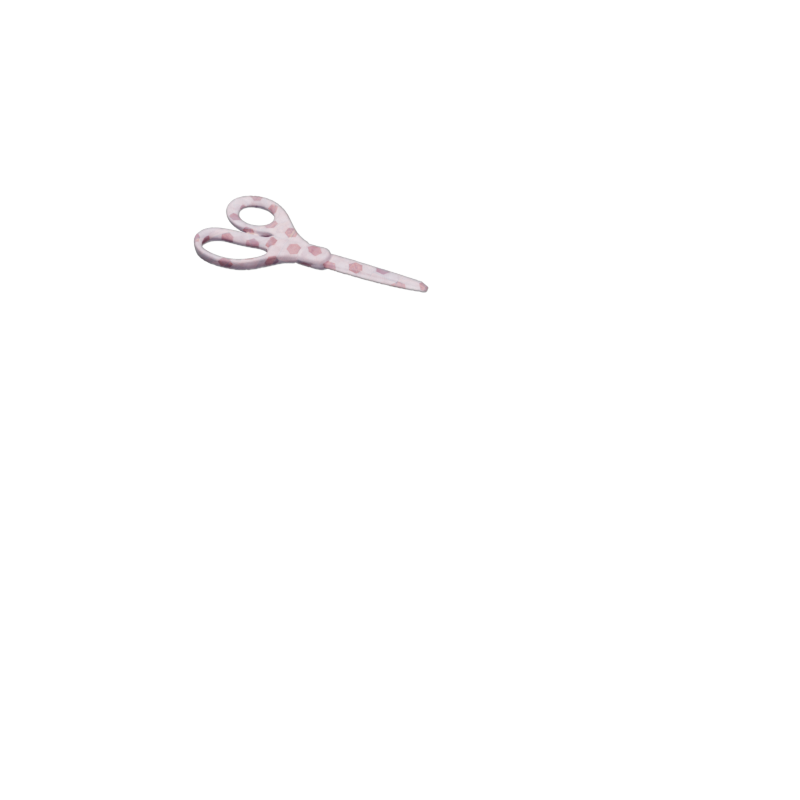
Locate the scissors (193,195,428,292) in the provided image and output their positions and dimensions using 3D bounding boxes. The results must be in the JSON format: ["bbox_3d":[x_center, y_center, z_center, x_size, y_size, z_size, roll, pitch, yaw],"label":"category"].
[{"bbox_3d":[-0.074,-0.136,0.951,0.203,0.102,0.015,5,-43,5],"label":"scissors"}]
